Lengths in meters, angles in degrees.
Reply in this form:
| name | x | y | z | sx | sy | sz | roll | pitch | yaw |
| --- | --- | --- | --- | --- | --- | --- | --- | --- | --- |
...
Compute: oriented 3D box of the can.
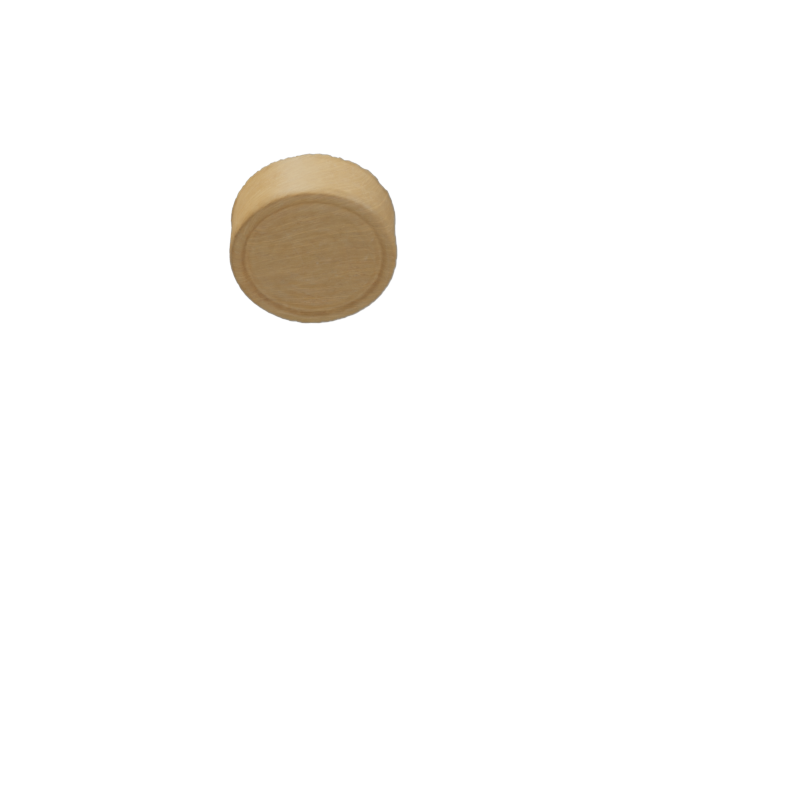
| name | x | y | z | sx | sy | sz | roll | pitch | yaw |
| --- | --- | --- | --- | --- | --- | --- | --- | --- | --- |
| can | -0.044 | -0.081 | 0.564 | 0.086 | 0.080 | 0.036 | 1 | 41 | -1 |
